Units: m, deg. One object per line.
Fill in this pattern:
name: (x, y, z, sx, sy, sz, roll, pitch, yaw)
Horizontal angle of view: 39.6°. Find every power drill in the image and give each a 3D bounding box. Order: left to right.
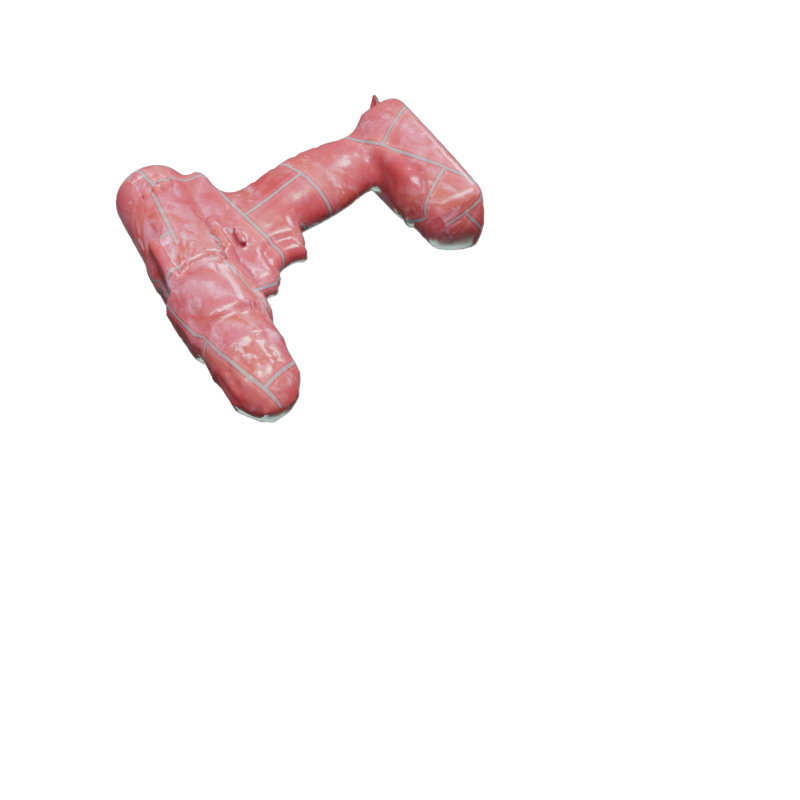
power drill: (-0.049, -0.090, 0.631, 0.187, 0.198, 0.053, -24, -33, -18)
